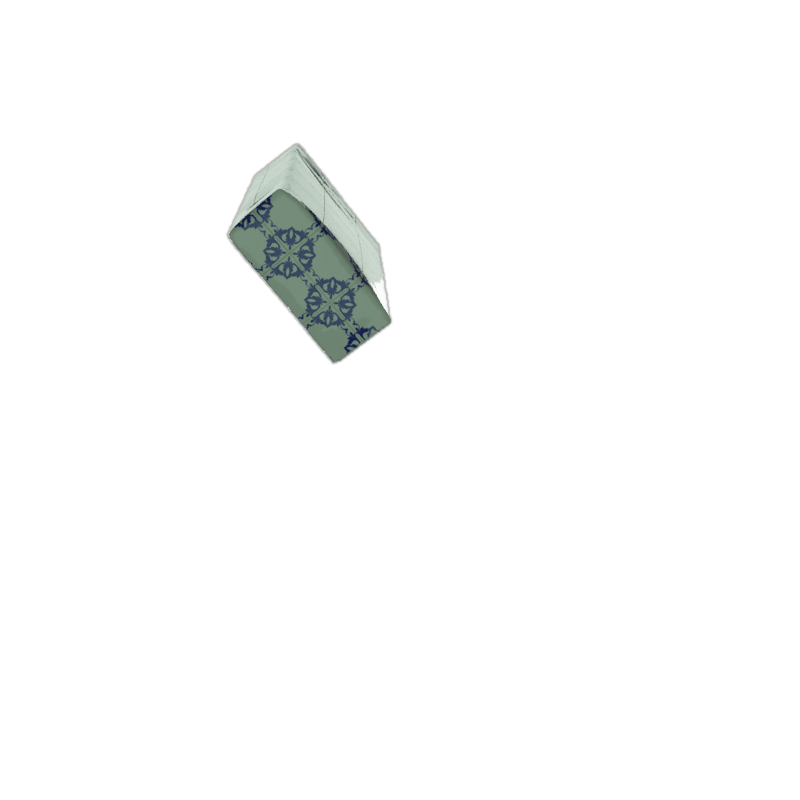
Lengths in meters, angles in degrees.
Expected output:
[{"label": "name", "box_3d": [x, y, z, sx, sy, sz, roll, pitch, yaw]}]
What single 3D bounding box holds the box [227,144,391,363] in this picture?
[{"label": "box", "box_3d": [-0.052, -0.094, 0.658, 0.048, 0.090, 0.183, -37, 15, 8]}]
